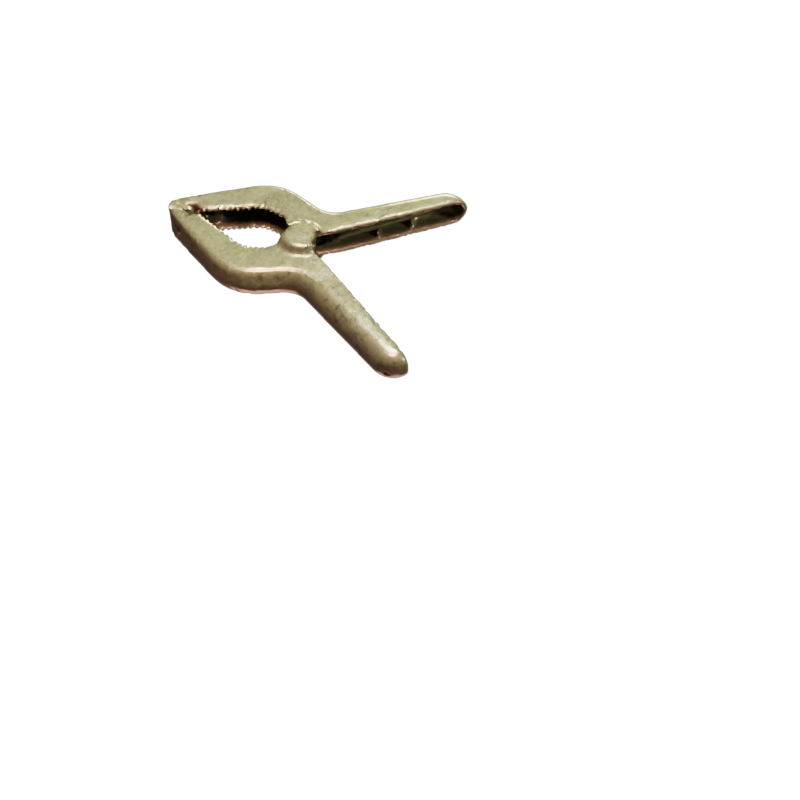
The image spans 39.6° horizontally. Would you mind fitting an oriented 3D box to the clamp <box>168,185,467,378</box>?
[{"bbox_3d":[-0.062,-0.113,0.790,0.217,0.171,0.034,20,-37,16],"label":"clamp"}]
